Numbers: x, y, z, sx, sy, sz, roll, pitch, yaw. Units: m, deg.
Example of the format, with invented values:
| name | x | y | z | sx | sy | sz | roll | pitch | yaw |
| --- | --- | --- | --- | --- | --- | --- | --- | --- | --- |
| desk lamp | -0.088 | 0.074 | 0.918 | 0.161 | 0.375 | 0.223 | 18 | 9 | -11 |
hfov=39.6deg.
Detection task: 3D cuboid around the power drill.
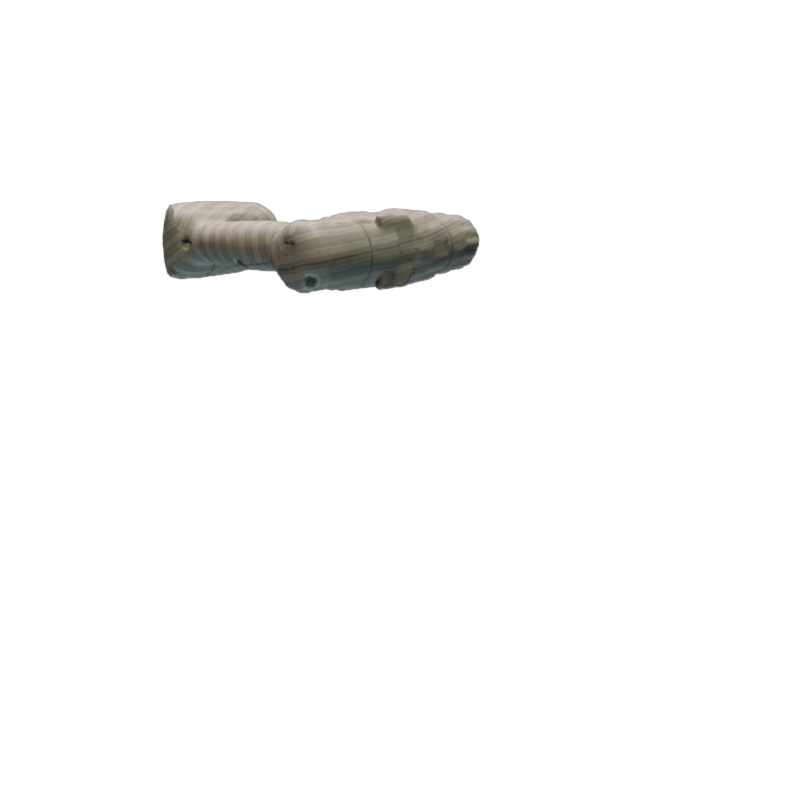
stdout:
| name | x | y | z | sx | sy | sz | roll | pitch | yaw |
| --- | --- | --- | --- | --- | --- | --- | --- | --- | --- |
| power drill | -0.061 | -0.112 | 0.783 | 0.196 | 0.057 | 0.179 | 8 | 13 | 41 |
